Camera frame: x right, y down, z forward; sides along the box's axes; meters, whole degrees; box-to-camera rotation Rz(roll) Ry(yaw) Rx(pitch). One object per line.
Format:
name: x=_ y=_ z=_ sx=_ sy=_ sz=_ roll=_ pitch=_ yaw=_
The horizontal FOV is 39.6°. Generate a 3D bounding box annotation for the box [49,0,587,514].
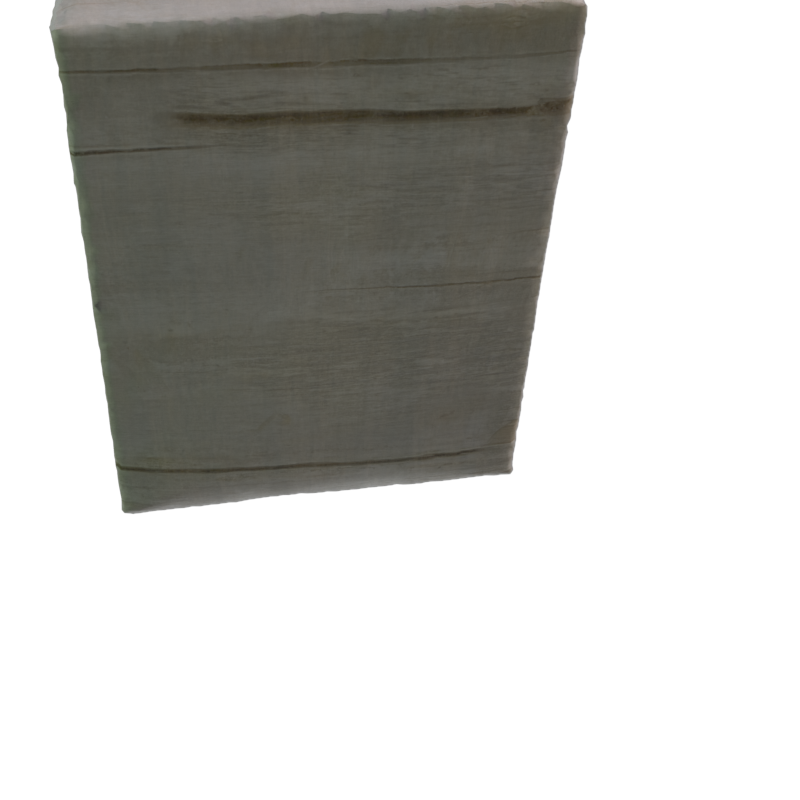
box: x=-0.033 y=-0.059 z=0.416 sx=0.163 sy=0.200 sz=0.077 roll=-4 pitch=39 yaw=-8
